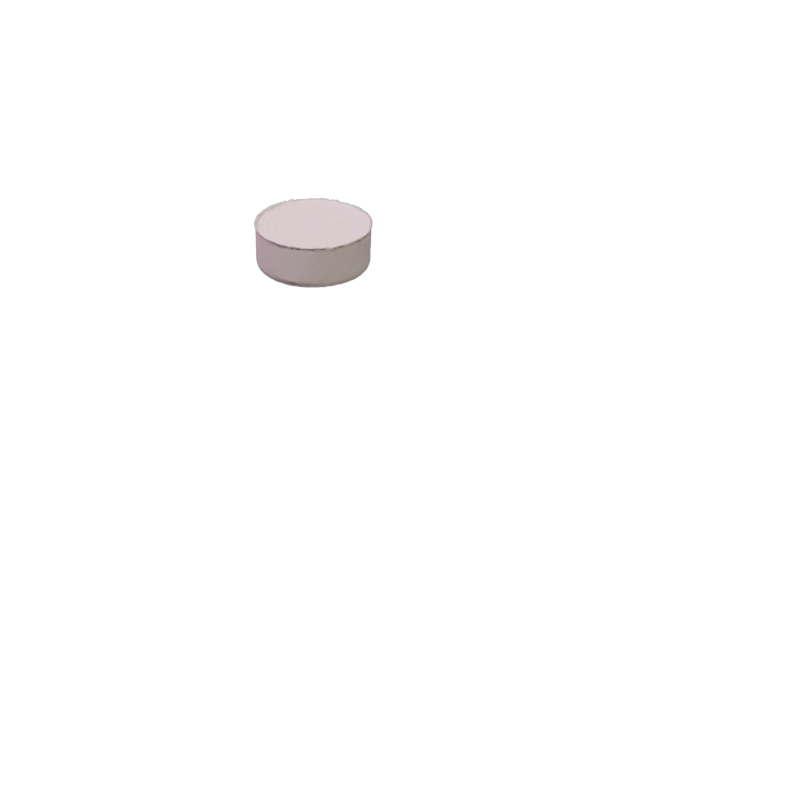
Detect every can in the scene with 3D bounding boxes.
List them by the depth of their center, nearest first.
[{"bbox_3d":[-0.063,-0.116,0.809,0.086,0.032,0.091,-1,32,-2],"label":"can"}]
